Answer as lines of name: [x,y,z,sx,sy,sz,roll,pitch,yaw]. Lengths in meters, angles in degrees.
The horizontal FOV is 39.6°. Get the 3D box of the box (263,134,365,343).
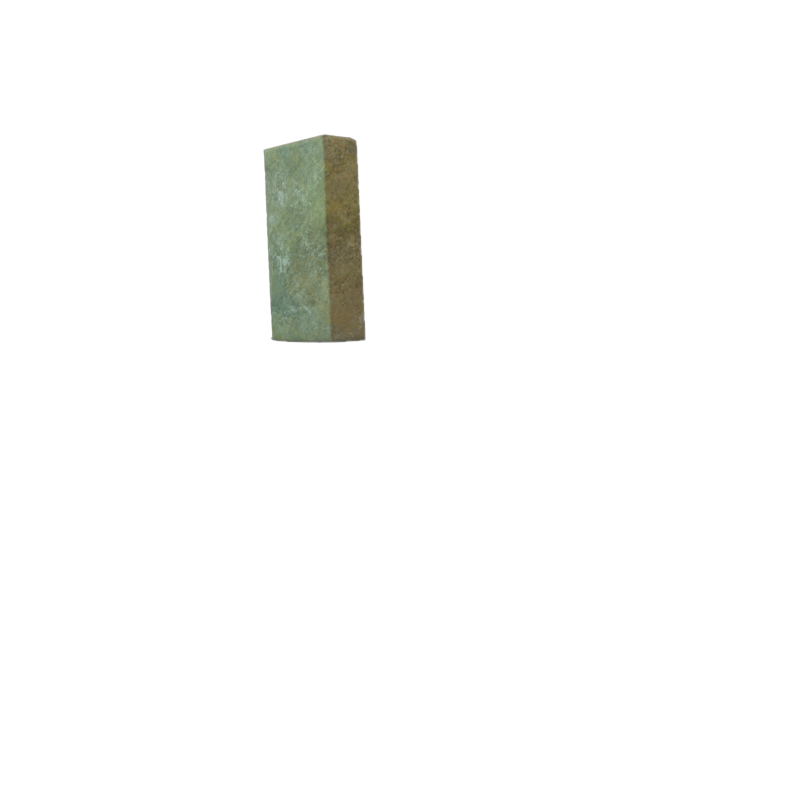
box: [-0.076,-0.139,0.974,0.046,0.178,0.096,3,-4,-40]
